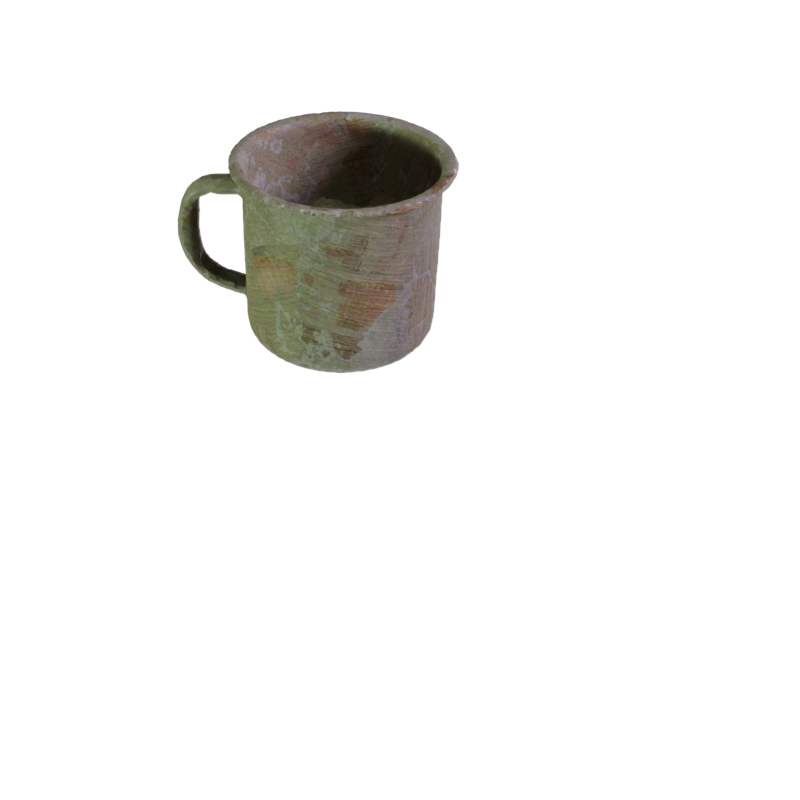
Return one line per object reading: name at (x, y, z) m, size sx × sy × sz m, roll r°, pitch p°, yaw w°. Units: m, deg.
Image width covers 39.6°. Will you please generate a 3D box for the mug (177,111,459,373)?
mug at (-0.037, -0.067, 0.469) m, size 0.118 × 0.076 × 0.099 m, roll 4°, pitch 35°, yaw 4°
